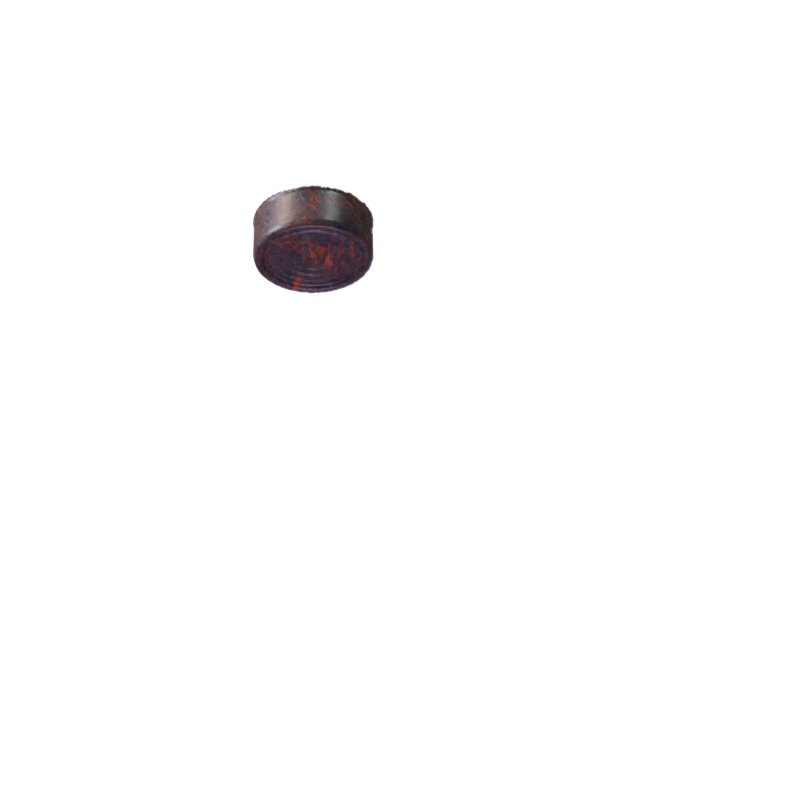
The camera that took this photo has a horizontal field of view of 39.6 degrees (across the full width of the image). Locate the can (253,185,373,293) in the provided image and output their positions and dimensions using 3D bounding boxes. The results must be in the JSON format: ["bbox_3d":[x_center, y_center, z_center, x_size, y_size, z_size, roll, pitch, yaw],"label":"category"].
[{"bbox_3d":[-0.061,-0.111,0.780,0.086,0.036,0.080,1,-31,-2],"label":"can"}]
